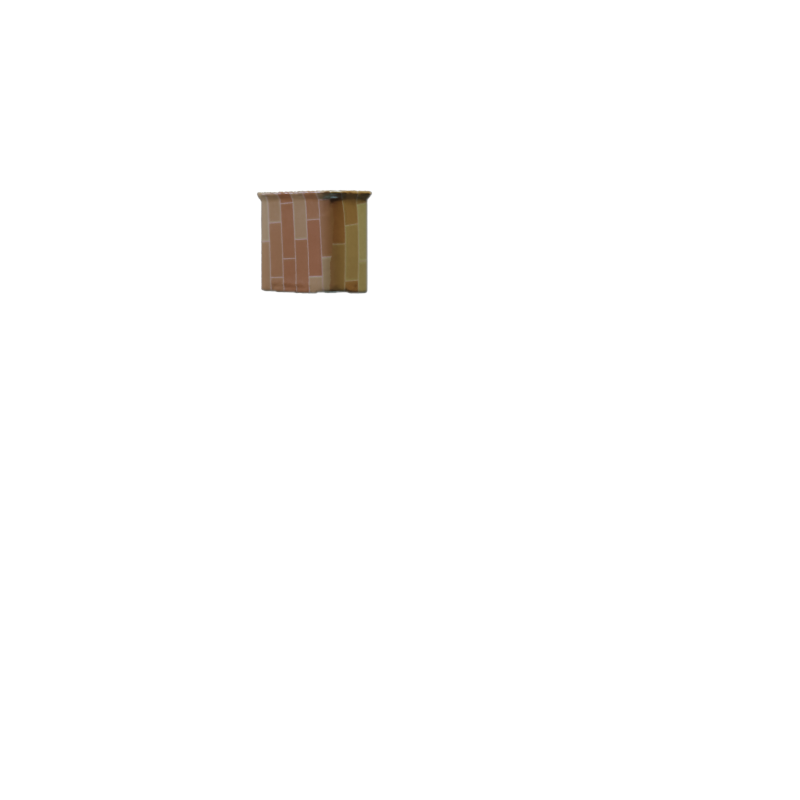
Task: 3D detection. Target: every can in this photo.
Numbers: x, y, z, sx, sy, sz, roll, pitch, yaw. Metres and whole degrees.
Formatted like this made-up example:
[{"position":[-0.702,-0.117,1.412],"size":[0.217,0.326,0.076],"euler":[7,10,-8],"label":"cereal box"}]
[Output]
[{"position":[-0.072,-0.132,0.925],"size":[0.106,0.083,0.055],"euler":[5,6,44],"label":"can"}]
